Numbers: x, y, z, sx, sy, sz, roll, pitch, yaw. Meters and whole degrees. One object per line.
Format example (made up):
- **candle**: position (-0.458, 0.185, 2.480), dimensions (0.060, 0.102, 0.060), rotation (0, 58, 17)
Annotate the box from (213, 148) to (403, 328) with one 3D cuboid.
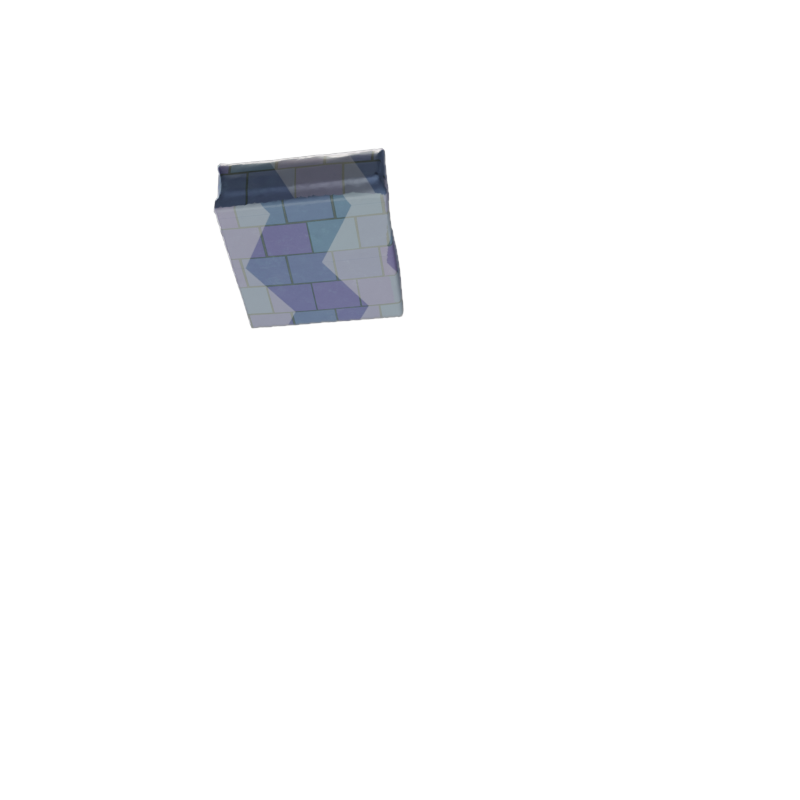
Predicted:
- **box**: position (-0.039, -0.071, 0.497), dimensions (0.073, 0.032, 0.083), rotation (-4, -37, 5)
